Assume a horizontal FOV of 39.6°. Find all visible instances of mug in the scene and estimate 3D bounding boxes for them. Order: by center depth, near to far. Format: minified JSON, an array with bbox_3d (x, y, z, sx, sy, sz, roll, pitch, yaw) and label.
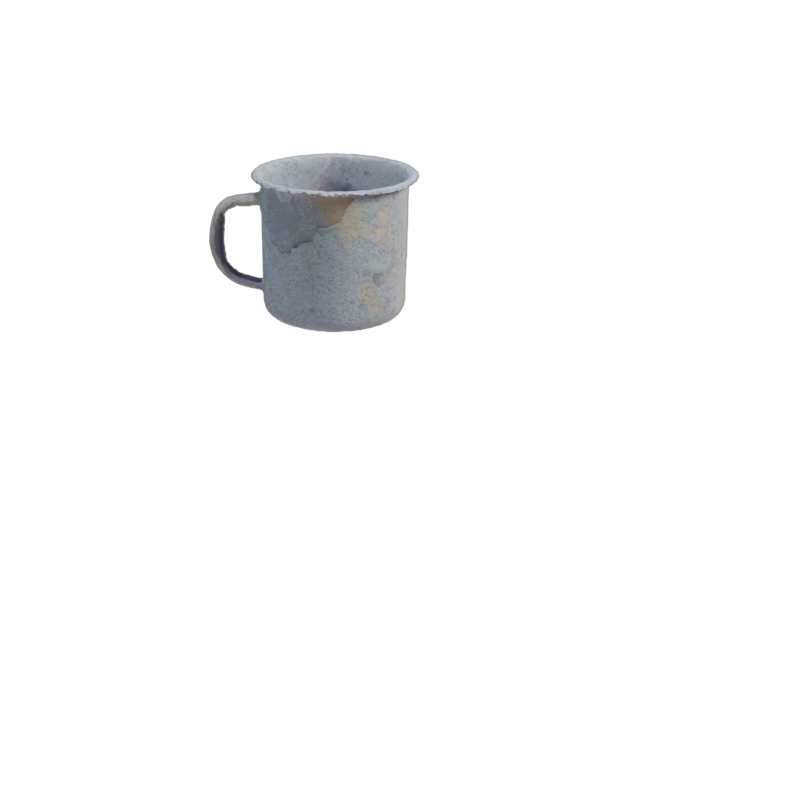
[{"bbox_3d":[-0.049,-0.089,0.624,0.116,0.078,0.098,-1,22,-5],"label":"mug"}]
